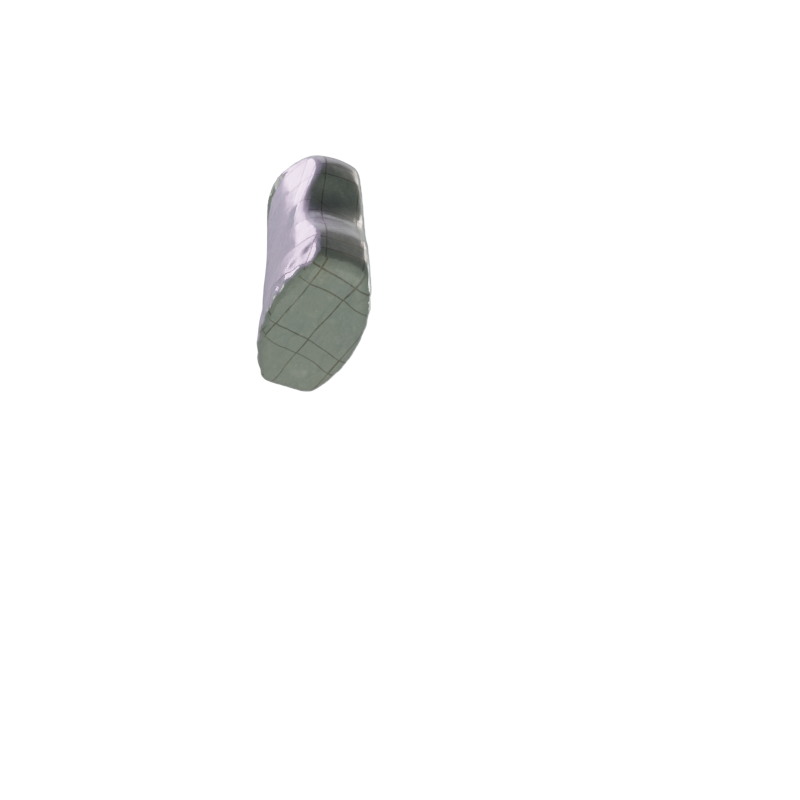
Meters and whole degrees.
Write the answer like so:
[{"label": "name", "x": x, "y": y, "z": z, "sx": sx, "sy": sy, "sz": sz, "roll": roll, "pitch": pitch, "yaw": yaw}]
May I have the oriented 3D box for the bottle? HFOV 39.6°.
[{"label": "bottle", "x": -0.056, "y": -0.101, "z": 0.703, "sx": 0.057, "sy": 0.092, "sz": 0.205, "roll": 15, "pitch": 35, "yaw": -15}]
